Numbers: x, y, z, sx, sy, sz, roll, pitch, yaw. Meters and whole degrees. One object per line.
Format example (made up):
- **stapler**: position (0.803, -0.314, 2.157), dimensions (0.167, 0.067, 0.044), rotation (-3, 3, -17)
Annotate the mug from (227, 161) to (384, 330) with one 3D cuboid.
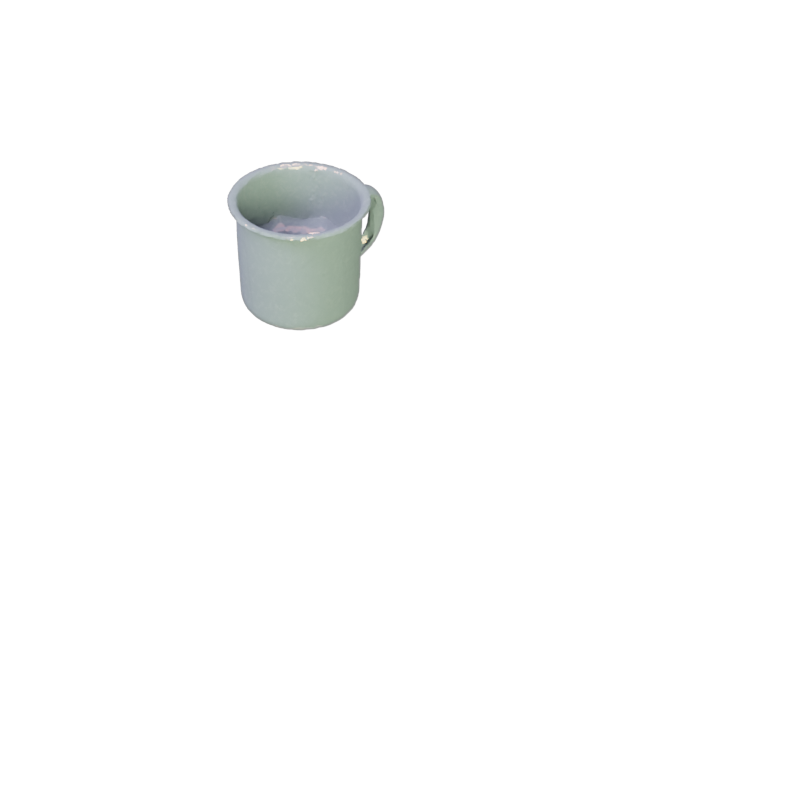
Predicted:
- **mug**: position (-0.058, -0.107, 0.746), dimensions (0.117, 0.076, 0.100), rotation (-30, 48, -32)
